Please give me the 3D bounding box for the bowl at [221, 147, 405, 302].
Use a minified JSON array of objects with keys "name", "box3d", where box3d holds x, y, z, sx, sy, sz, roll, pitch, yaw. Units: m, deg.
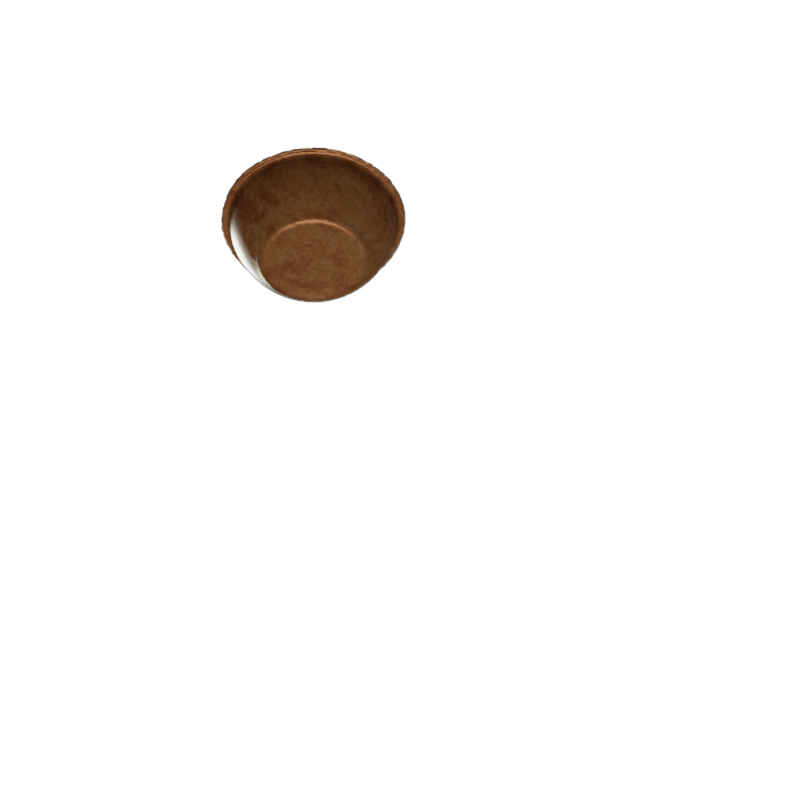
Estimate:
[{"name":"bowl","box3d":[-0.075,-0.136,0.952,0.162,0.151,0.059,1,43,-1]}]
